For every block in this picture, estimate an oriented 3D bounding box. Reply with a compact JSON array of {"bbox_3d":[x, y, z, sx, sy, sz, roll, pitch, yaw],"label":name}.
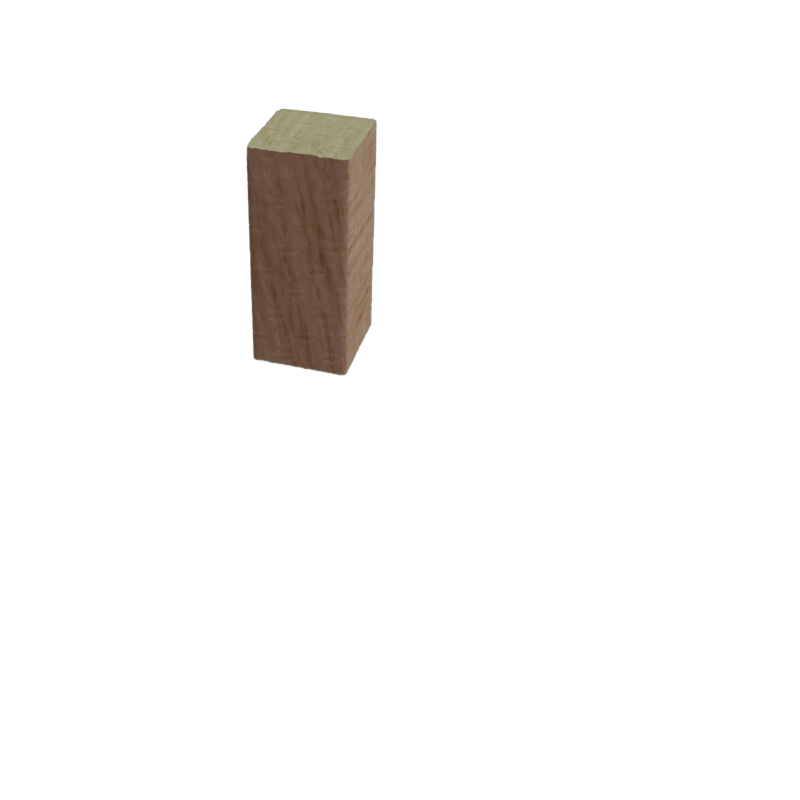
[{"bbox_3d":[-0.076,-0.138,0.963,0.092,0.194,0.094,9,32,12],"label":"block"}]
